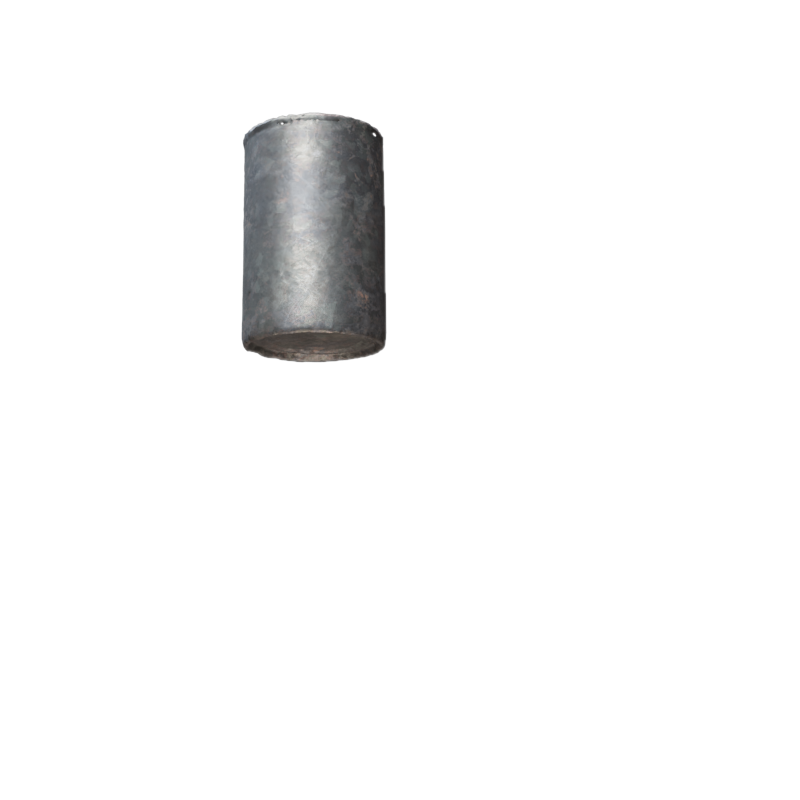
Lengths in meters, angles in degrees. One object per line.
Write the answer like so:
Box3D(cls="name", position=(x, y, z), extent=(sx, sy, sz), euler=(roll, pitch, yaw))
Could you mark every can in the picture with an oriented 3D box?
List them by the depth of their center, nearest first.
Box3D(cls="can", position=(-0.041, -0.074, 0.520), extent=(0.068, 0.106, 0.066), euler=(0, -15, -2))
